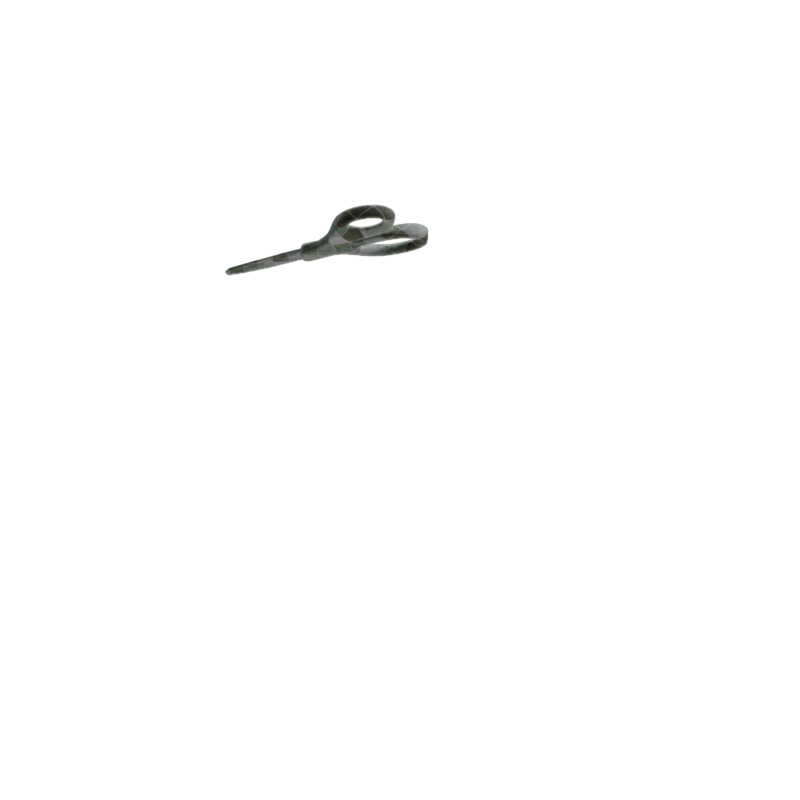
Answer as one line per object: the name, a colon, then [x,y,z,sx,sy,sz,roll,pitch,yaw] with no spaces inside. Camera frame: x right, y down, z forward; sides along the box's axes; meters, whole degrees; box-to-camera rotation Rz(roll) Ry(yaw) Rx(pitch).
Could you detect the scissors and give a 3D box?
scissors: [-0.077,-0.141,0.987,0.205,0.016,0.090,-5,-18,15]
